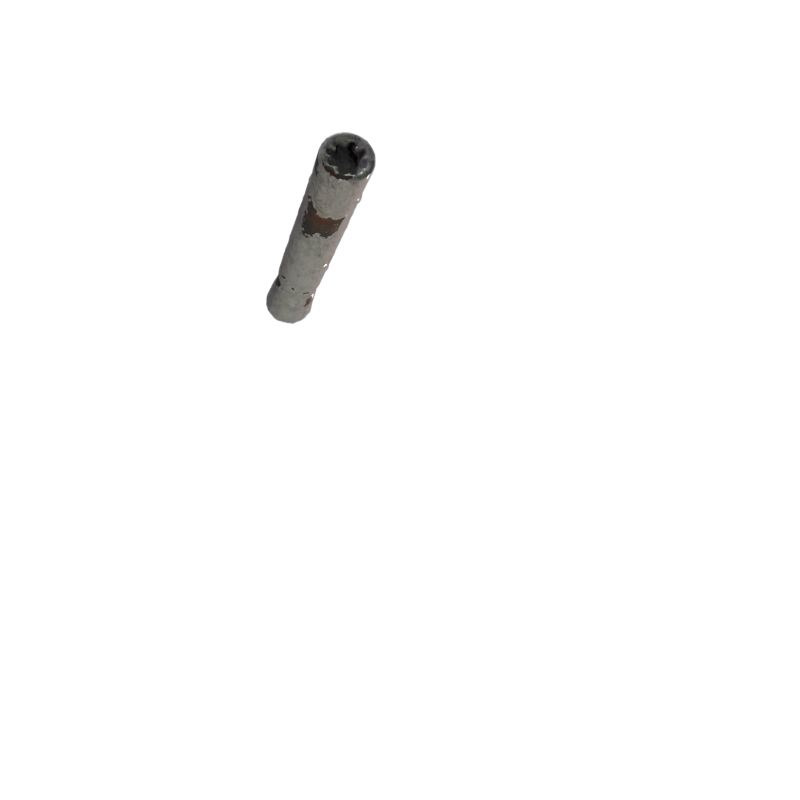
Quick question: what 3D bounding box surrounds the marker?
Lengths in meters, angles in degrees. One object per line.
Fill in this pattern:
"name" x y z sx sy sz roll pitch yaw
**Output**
"marker" -0.032 -0.058 0.403 0.019 0.021 0.117 0 -20 -16
